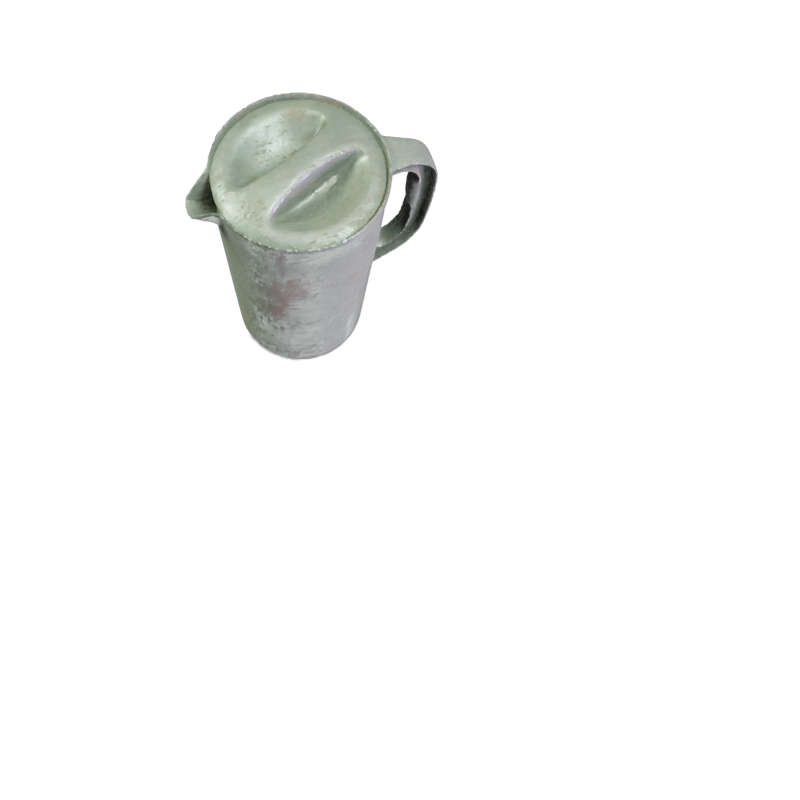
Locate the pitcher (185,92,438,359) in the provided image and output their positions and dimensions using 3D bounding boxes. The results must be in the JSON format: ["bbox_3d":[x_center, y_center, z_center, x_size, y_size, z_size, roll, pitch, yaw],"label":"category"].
[{"bbox_3d":[-0.069,-0.127,0.887,0.153,0.149,0.230,26,-21,8],"label":"pitcher"}]
